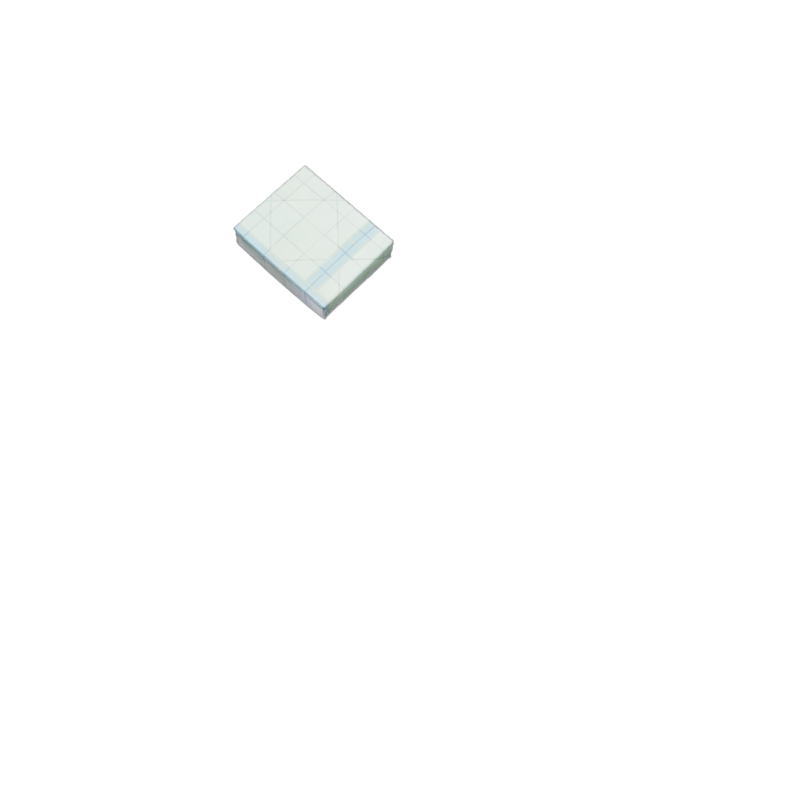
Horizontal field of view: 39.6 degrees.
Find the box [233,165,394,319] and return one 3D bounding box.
[{"bbox_3d":[-0.076,-0.139,0.975,0.118,0.091,0.037,42,-17,15],"label":"box"}]
